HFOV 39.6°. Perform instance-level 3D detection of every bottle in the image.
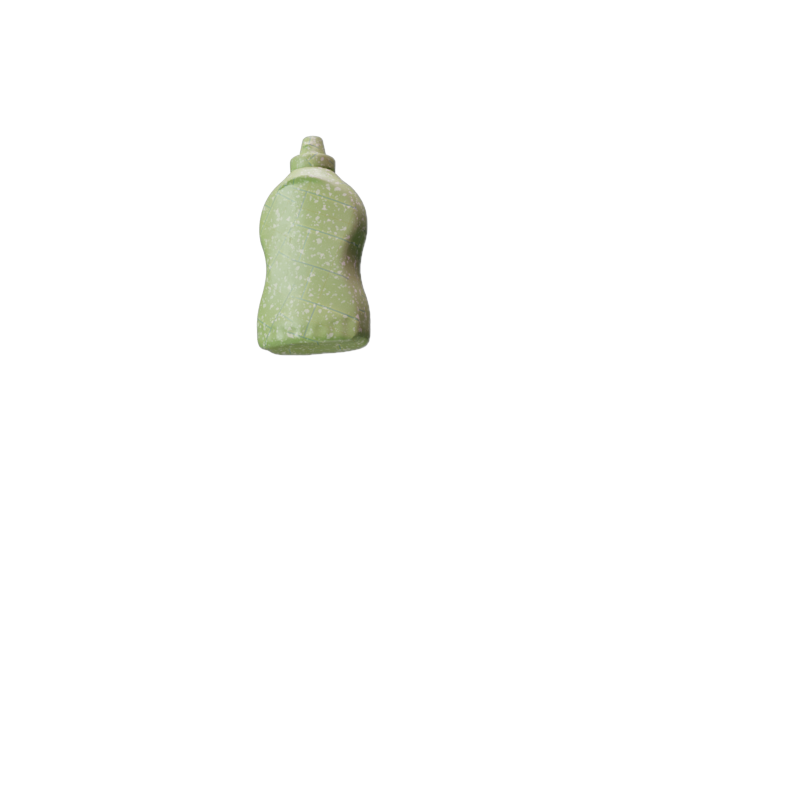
[{"bbox_3d":[-0.076,-0.138,0.969,0.098,0.199,0.055,-7,-16,22],"label":"bottle"}]
